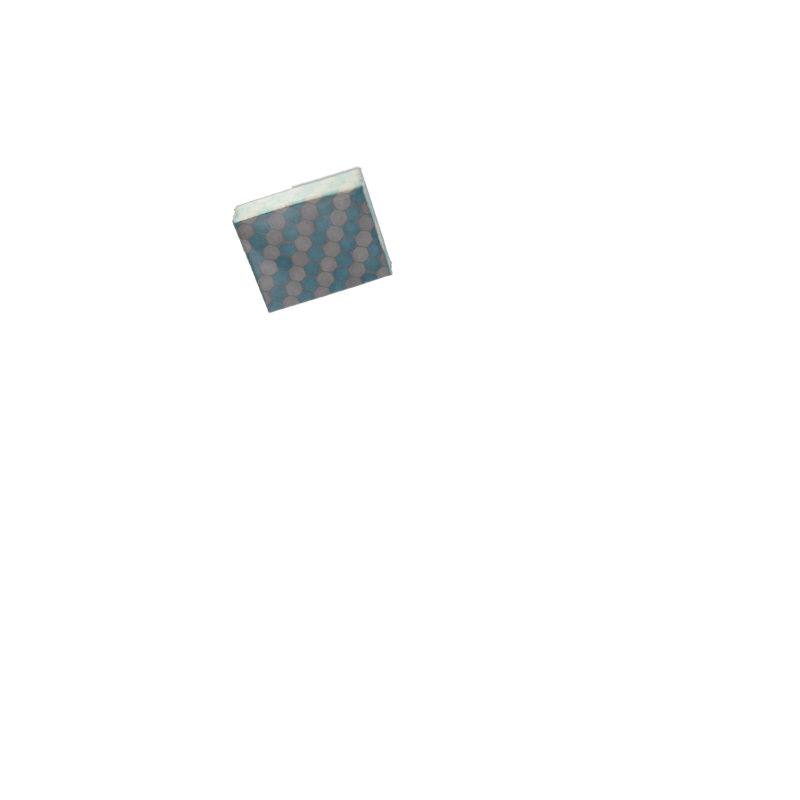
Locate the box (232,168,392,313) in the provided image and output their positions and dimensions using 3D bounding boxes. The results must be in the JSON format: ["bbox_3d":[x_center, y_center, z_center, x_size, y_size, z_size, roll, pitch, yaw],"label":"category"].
[{"bbox_3d":[-0.072,-0.132,0.922,0.114,0.084,0.041,-15,26,7],"label":"box"}]
